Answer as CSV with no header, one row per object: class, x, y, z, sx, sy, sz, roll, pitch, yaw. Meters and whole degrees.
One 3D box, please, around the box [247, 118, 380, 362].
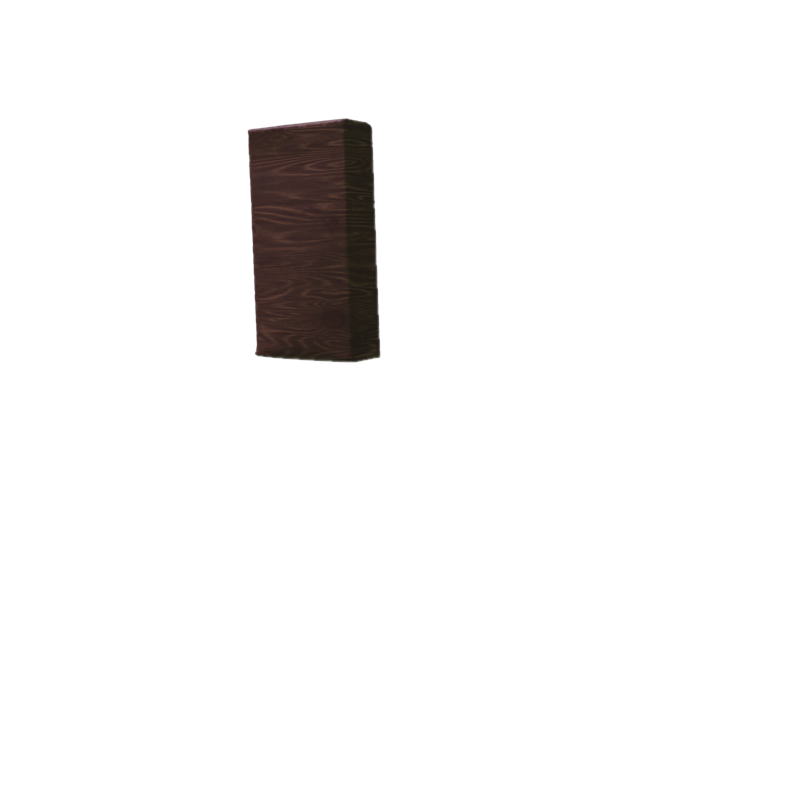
box,-0.065,-0.119,0.833,0.097,0.177,0.046,0,-1,33
